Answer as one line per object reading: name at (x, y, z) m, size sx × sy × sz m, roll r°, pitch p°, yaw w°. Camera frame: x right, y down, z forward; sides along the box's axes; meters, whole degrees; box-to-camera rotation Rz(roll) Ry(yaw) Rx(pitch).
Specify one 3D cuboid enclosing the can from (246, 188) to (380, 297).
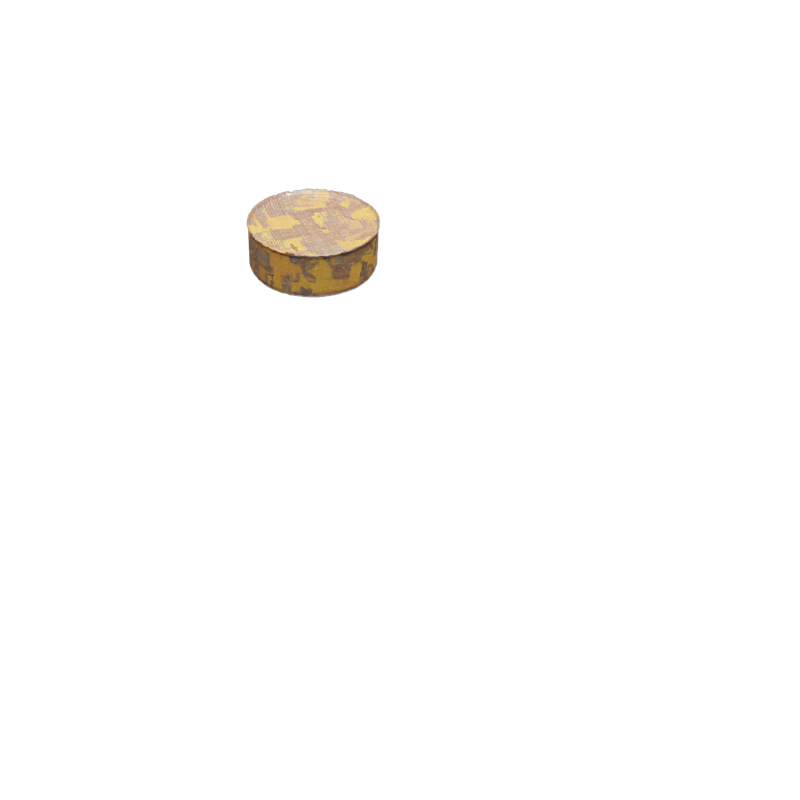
can at (-0.056, -0.103, 0.721) m, size 0.086 × 0.031 × 0.092 m, roll -1°, pitch 36°, yaw -2°
